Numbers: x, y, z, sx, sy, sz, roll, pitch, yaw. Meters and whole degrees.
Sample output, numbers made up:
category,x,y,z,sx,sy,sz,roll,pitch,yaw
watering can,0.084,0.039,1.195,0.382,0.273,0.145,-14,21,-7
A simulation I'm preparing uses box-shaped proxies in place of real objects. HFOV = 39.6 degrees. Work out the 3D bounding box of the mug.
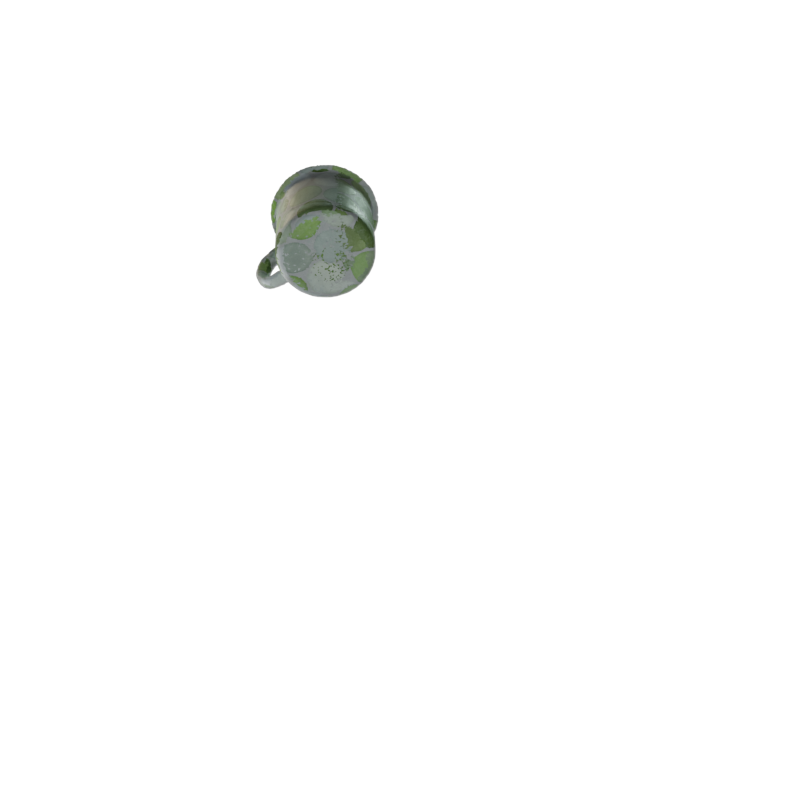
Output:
category,x,y,z,sx,sy,sz,roll,pitch,yaw
mug,-0.072,-0.132,0.925,0.117,0.088,0.086,-31,26,14
